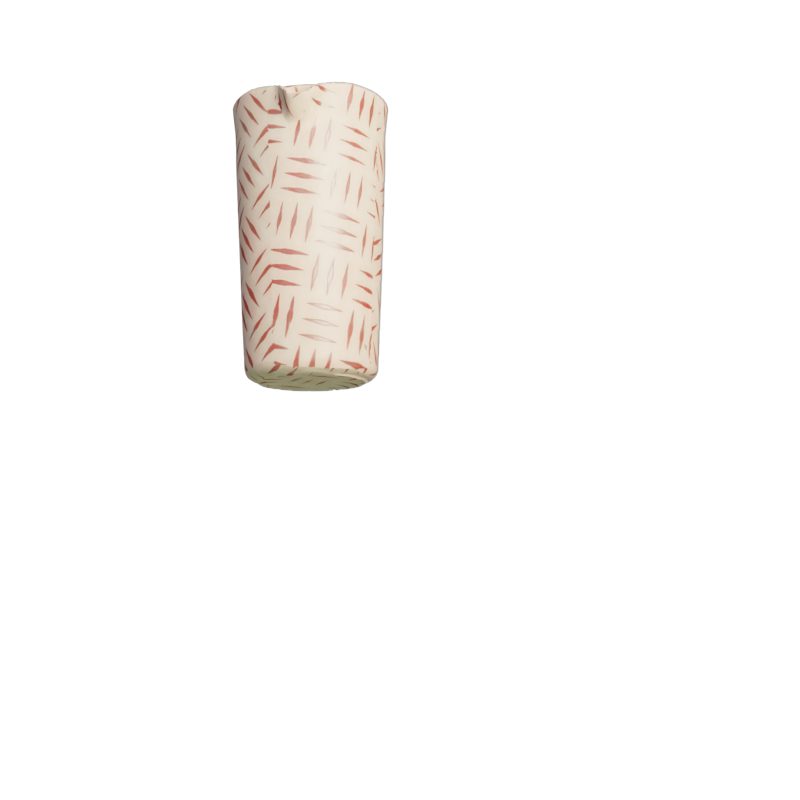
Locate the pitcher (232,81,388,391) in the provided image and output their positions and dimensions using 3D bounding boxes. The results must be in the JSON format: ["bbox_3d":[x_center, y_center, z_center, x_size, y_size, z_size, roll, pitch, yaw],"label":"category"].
[{"bbox_3d":[-0.073,-0.133,0.932,0.142,0.252,0.147,11,-18,-40],"label":"pitcher"}]
